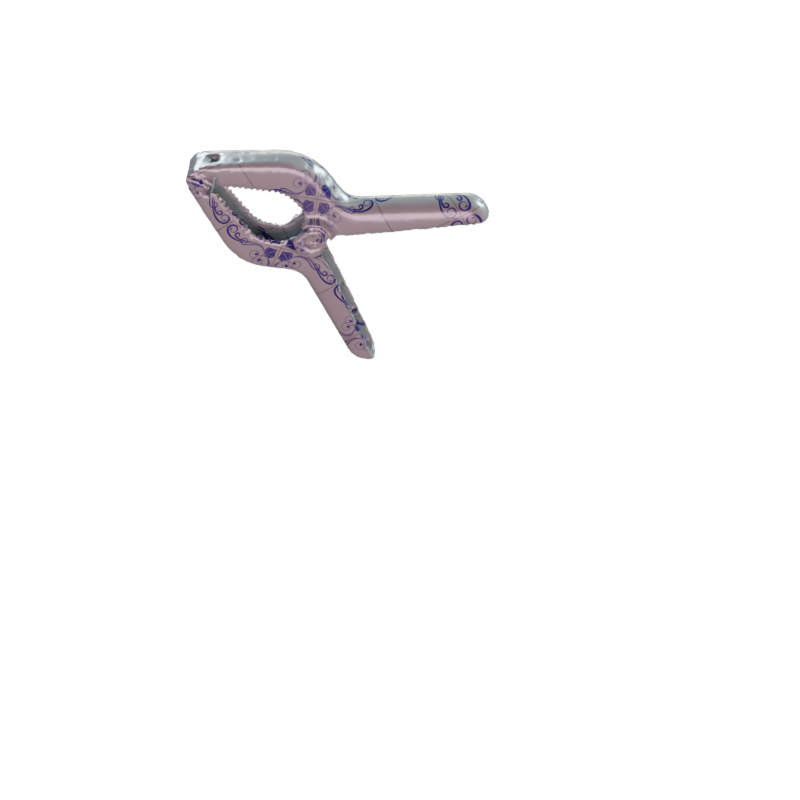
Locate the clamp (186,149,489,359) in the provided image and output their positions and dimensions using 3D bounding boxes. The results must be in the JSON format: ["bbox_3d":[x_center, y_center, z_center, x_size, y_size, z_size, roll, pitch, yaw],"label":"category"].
[{"bbox_3d":[-0.064,-0.116,0.811,0.204,0.158,0.039,20,33,-14],"label":"clamp"}]
